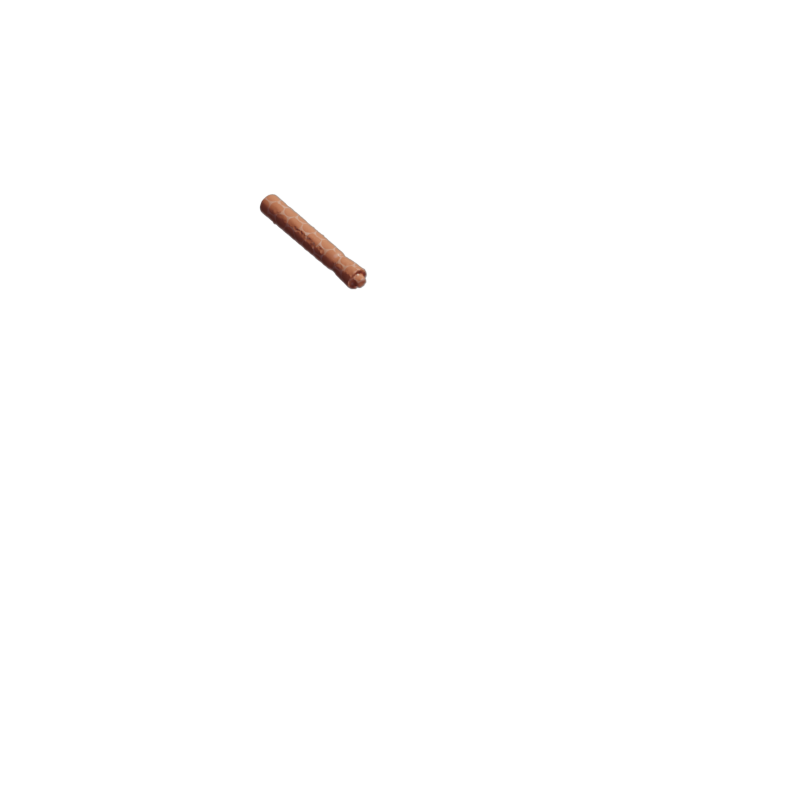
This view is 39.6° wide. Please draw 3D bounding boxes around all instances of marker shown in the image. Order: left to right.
[{"bbox_3d":[-0.068,-0.125,0.873,0.019,0.019,0.130,-3,37,-46],"label":"marker"}]
